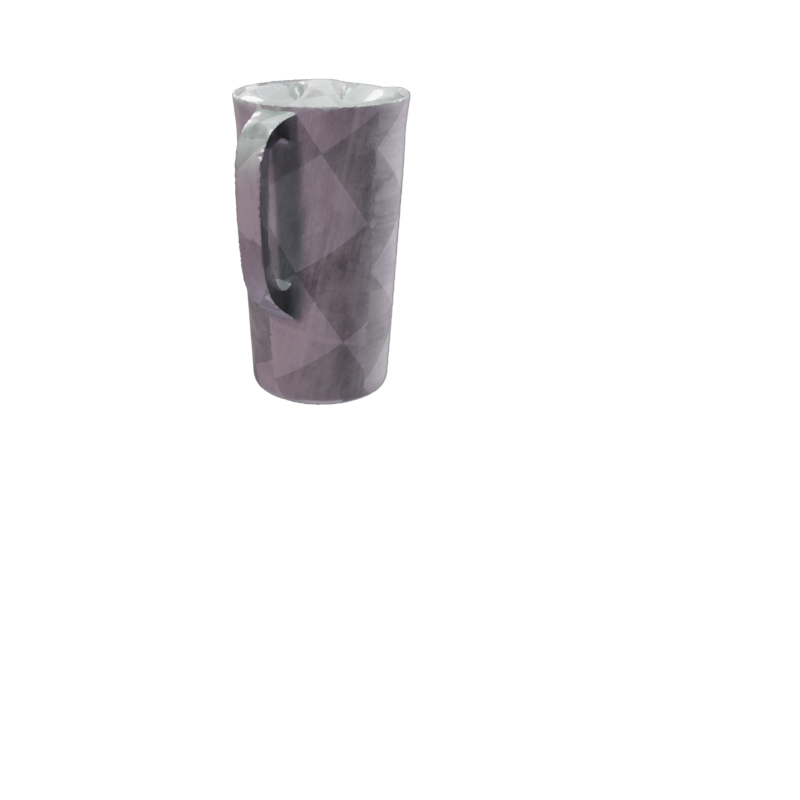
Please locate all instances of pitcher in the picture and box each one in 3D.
[{"bbox_3d":[-0.067,-0.122,0.853,0.146,0.233,0.154,-6,20,-19],"label":"pitcher"}]
